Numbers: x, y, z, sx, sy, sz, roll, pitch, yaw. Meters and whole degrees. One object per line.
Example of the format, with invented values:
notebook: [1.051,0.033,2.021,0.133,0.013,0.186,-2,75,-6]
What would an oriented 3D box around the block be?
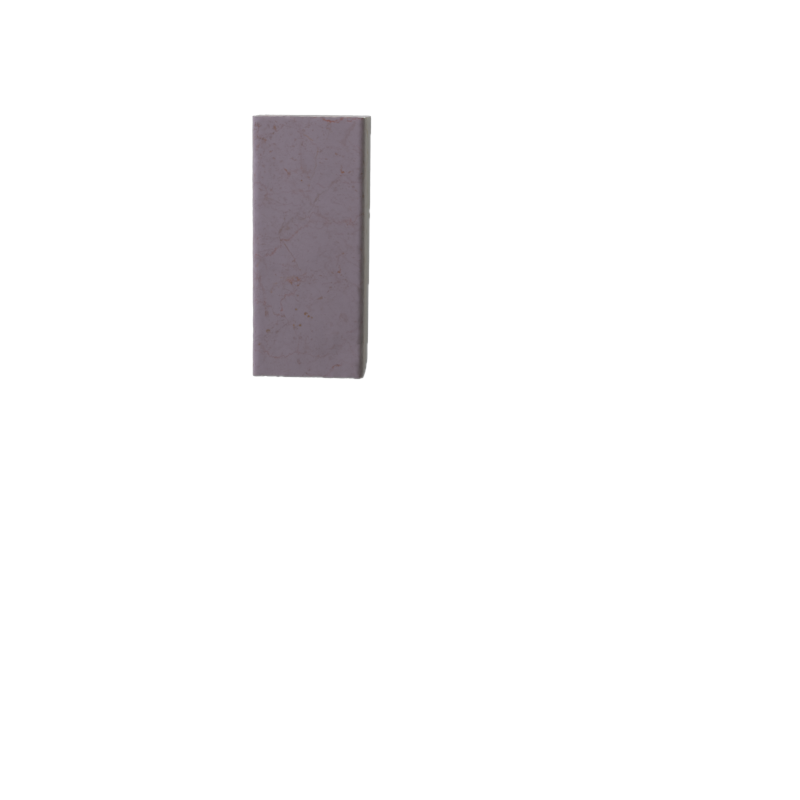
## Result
block: [-0.071,-0.130,0.907,0.091,0.202,0.091,1,8,3]
